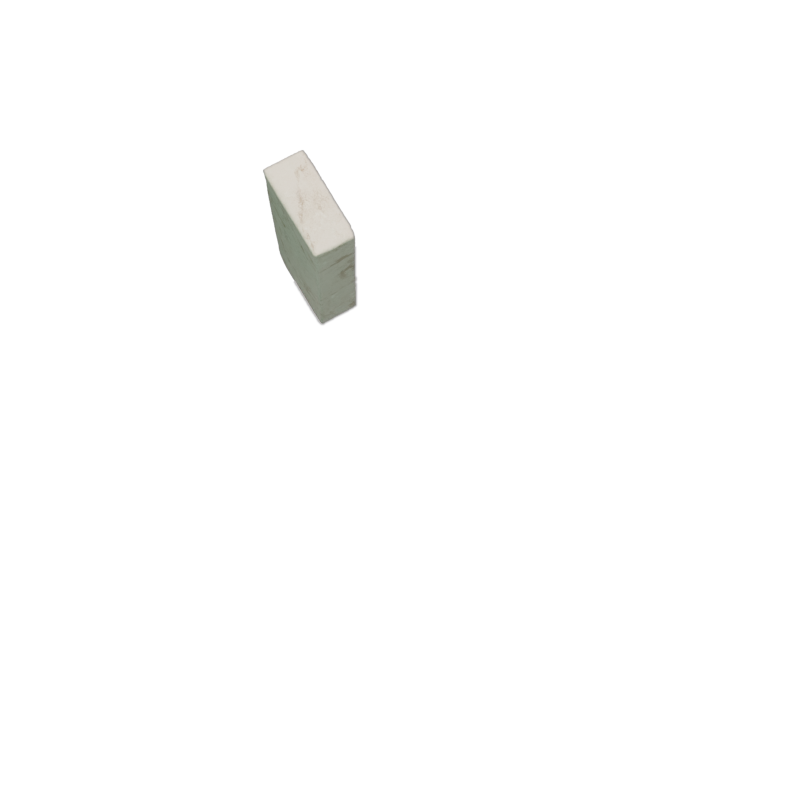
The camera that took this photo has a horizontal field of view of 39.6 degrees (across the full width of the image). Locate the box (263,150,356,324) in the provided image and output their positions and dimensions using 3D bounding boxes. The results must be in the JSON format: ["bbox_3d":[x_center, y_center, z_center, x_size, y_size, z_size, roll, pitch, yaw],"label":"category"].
[{"bbox_3d":[-0.077,-0.140,0.984,0.048,0.098,0.169,-27,-14,-11],"label":"box"}]
